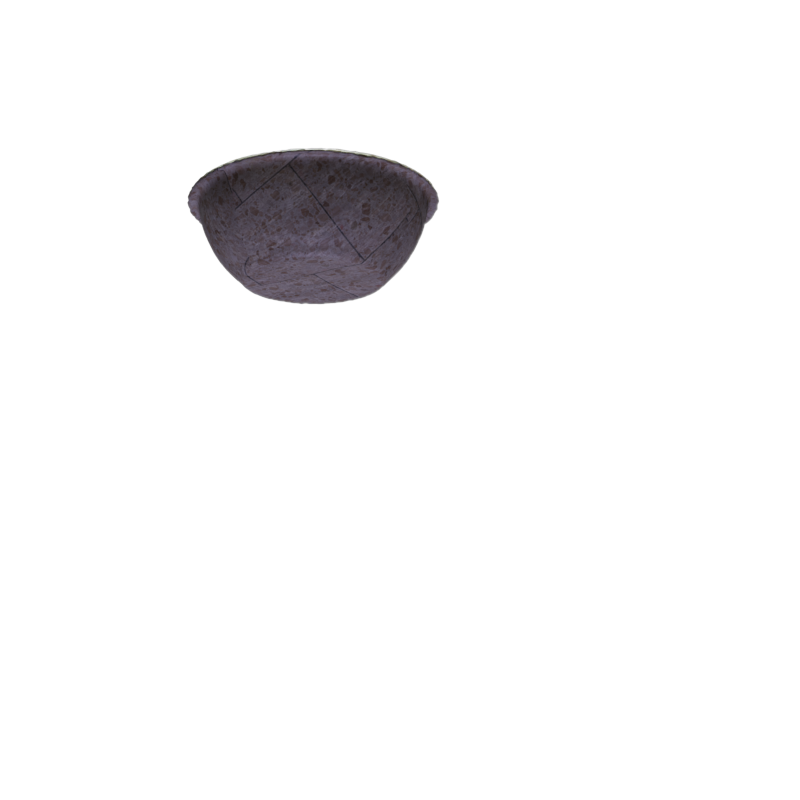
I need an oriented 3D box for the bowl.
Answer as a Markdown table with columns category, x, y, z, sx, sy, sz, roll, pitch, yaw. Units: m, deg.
| category | x | y | z | sx | sy | sz | roll | pitch | yaw |
| --- | --- | --- | --- | --- | --- | --- | --- | --- | --- |
| bowl | -0.055 | -0.101 | 0.707 | 0.162 | 0.057 | 0.156 | 0 | -15 | -2 |
